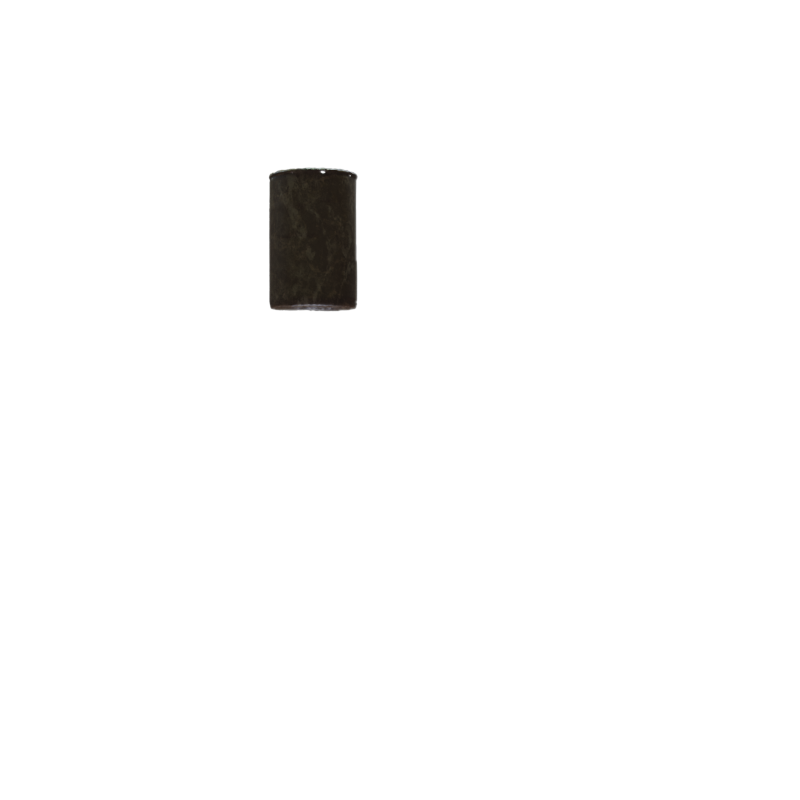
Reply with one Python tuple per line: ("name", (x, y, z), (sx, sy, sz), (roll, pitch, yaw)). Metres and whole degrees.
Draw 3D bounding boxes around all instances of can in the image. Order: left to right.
("can", (-0.066, -0.120, 0.841), (0.068, 0.104, 0.068), (0, -5, -2))
